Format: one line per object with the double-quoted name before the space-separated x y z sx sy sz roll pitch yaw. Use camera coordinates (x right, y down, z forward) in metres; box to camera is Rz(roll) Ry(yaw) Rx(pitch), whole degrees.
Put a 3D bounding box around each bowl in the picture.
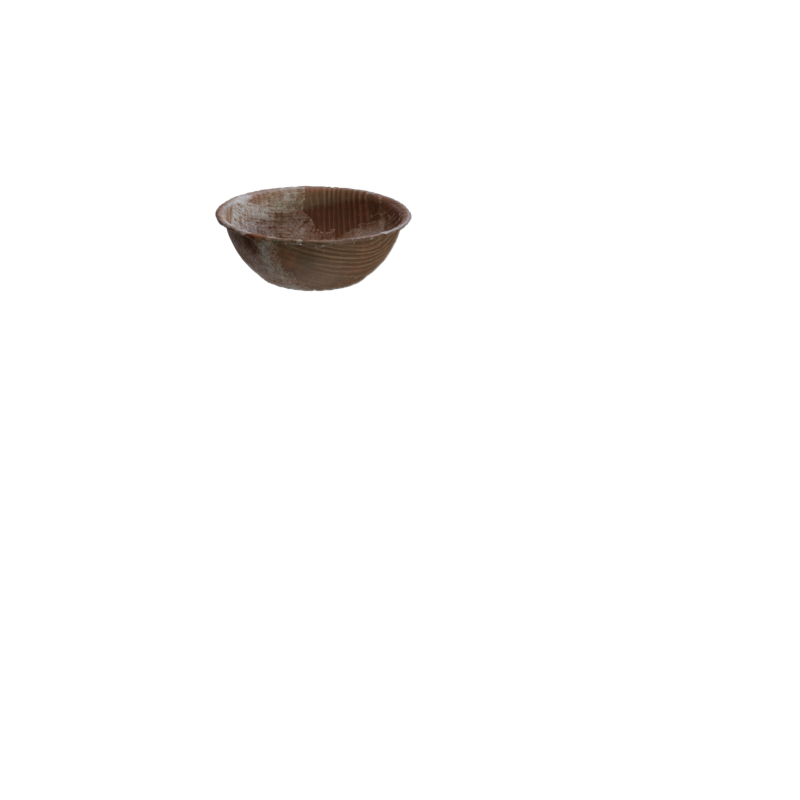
"bowl" -0.072 -0.132 0.923 0.162 0.052 0.170 -1 25 -2
